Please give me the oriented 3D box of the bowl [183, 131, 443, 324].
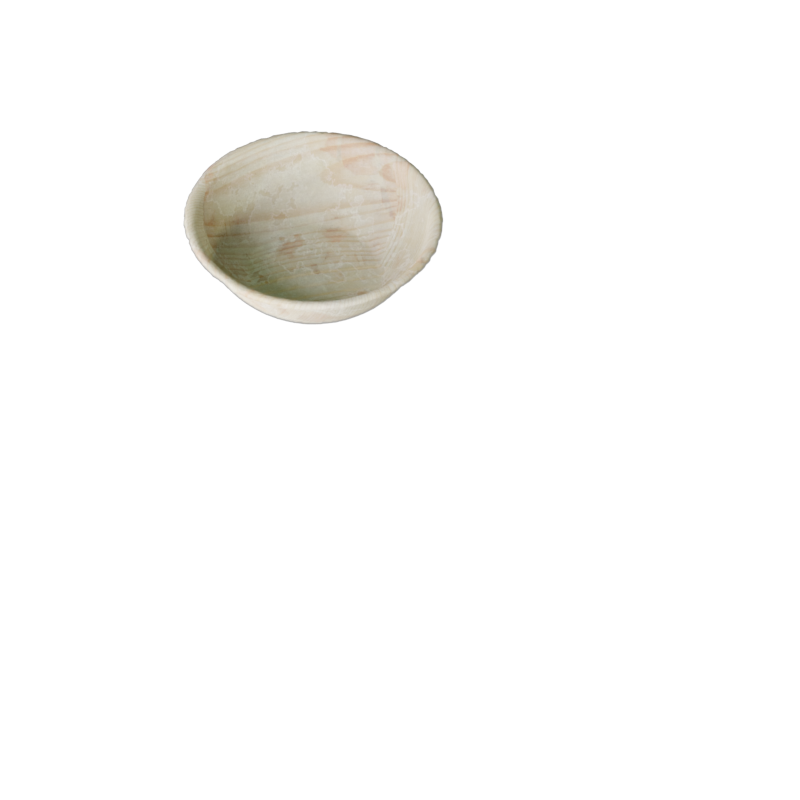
[{"bbox_3d":[-0.056,-0.102,0.711,0.162,0.174,0.051,-1,-41,-1],"label":"bowl"}]
